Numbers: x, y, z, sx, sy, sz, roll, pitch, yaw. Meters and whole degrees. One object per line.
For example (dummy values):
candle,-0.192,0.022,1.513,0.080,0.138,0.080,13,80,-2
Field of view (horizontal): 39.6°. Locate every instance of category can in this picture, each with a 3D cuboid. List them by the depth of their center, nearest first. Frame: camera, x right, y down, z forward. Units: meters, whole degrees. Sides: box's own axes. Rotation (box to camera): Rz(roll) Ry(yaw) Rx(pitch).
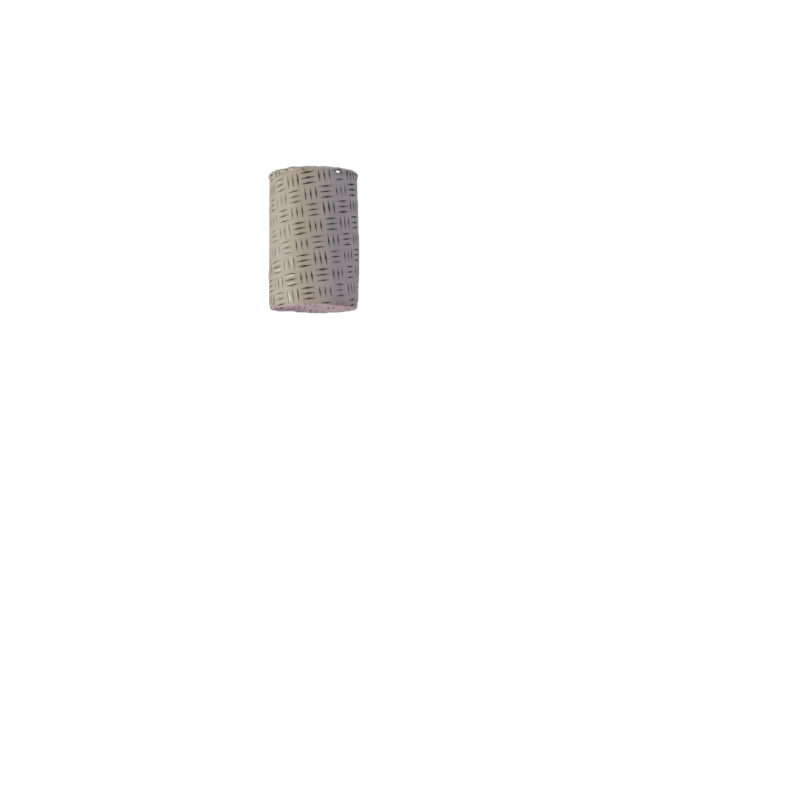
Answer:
can,-0.065,-0.119,0.831,0.068,0.104,0.067,0,-6,-2
